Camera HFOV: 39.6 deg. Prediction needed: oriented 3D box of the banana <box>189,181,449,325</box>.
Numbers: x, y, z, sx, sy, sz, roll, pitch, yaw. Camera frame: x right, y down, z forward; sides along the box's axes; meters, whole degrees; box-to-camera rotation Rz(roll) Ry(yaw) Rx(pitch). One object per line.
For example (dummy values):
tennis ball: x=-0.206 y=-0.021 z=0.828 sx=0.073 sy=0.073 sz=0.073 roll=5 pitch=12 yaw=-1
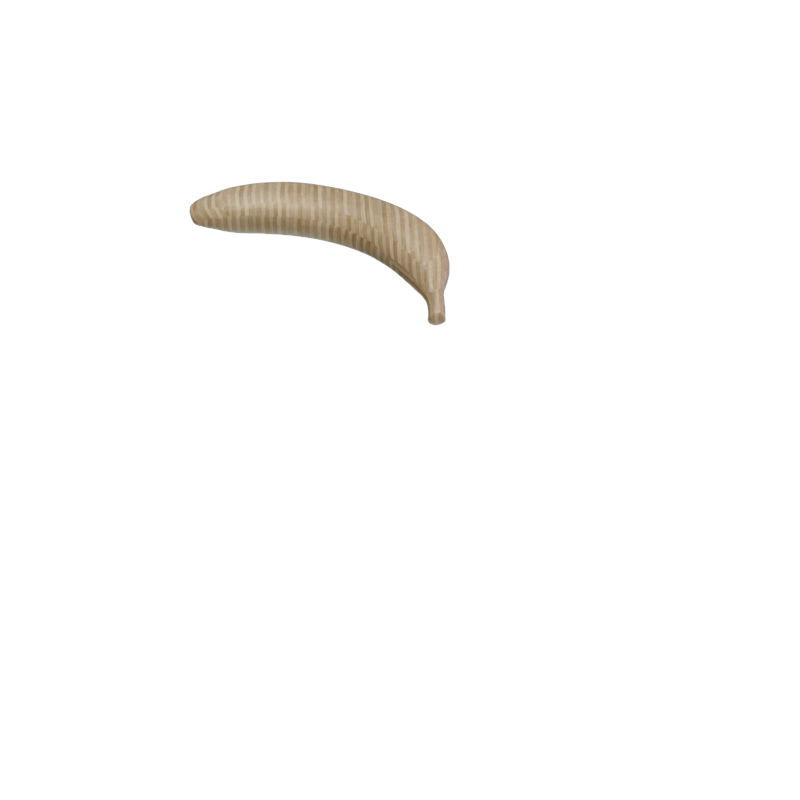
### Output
banana: x=-0.045 y=-0.113 z=0.737 sx=0.207 sy=0.034 sz=0.071 roll=23 pitch=46 yaw=24
